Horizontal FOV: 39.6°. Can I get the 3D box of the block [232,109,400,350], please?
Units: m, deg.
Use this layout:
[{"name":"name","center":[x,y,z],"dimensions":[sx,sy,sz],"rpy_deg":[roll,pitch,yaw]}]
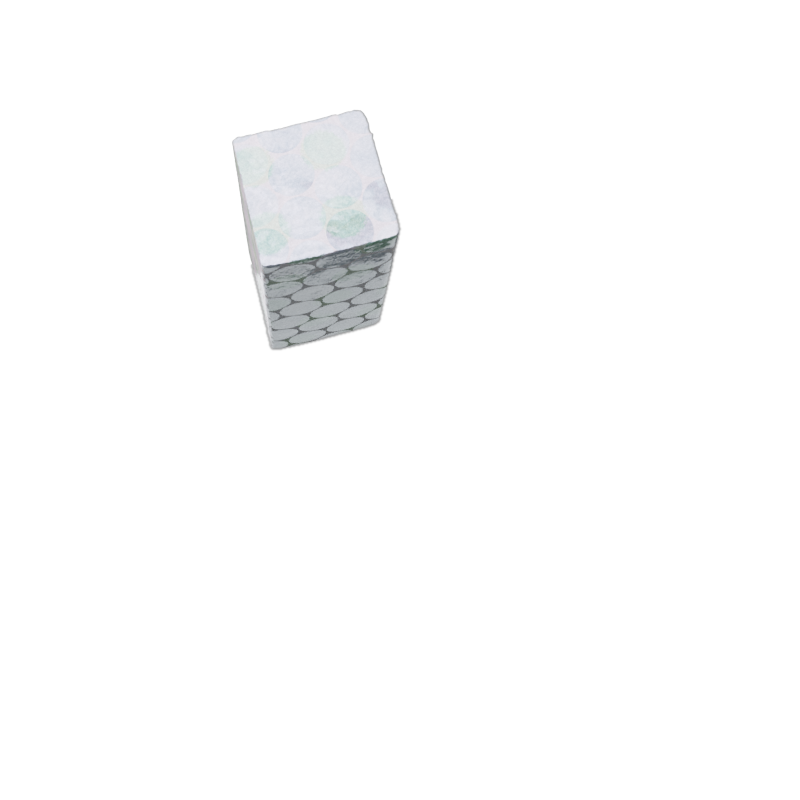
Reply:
[{"name":"block","center":[-0.061,-0.112,0.784],"dimensions":[0.090,0.095,0.199],"rpy_deg":[-14,-12,-7]}]
